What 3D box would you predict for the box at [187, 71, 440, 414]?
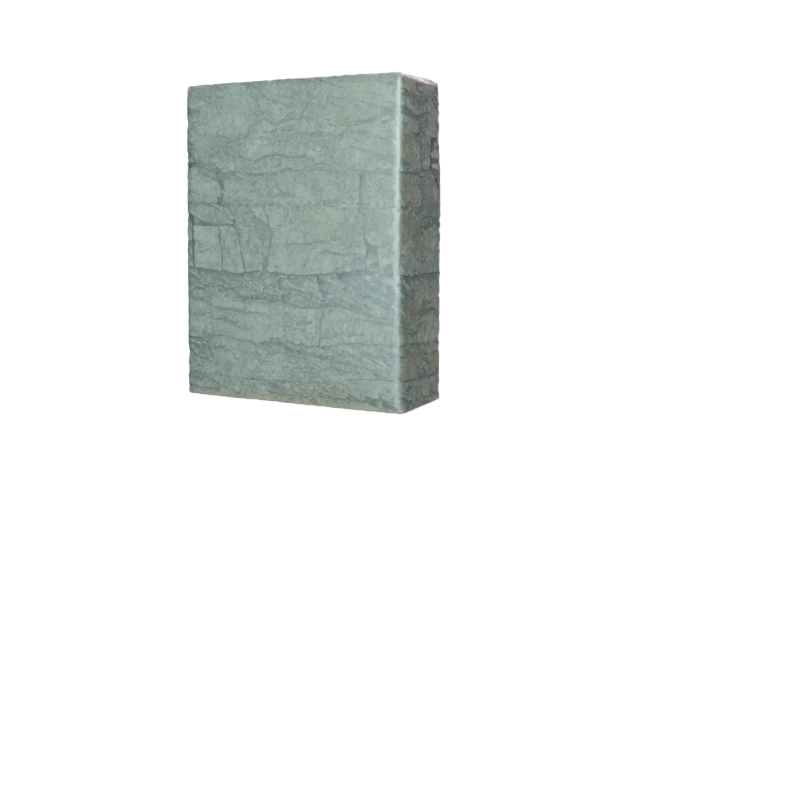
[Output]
[{"bbox_3d":[-0.059,-0.107,0.749,0.170,0.213,0.070,3,3,27],"label":"box"}]
